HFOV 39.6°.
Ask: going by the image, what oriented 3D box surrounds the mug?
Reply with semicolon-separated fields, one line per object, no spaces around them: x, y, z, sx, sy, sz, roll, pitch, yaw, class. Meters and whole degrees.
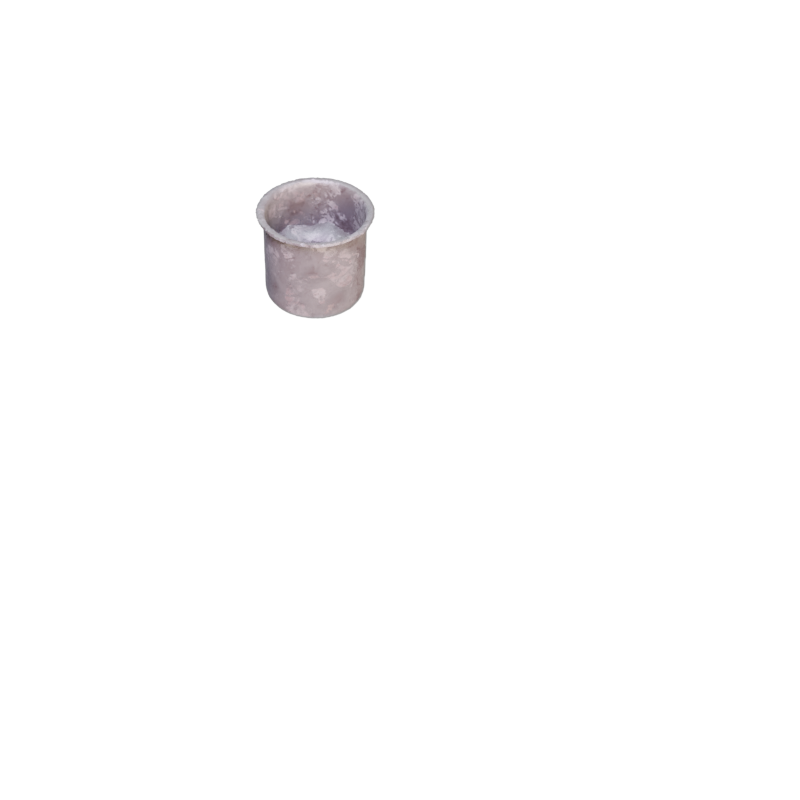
-0.071;-0.129;0.901;0.092;0.076;0.126;-6;42;-8;mug
